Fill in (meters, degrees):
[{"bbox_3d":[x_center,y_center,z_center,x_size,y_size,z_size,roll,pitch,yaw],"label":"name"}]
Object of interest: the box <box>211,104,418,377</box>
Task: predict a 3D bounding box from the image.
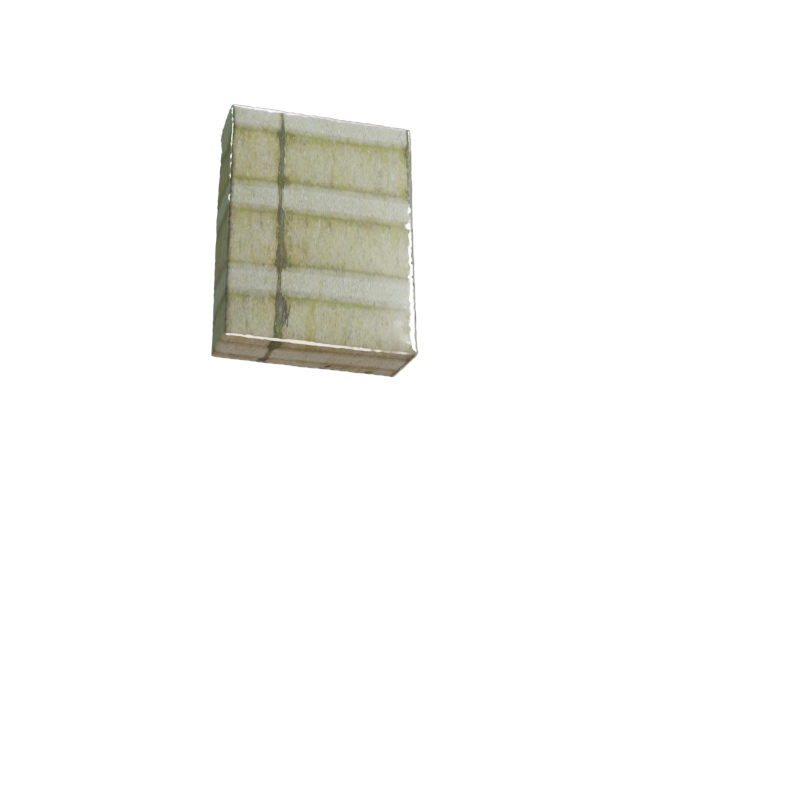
[{"bbox_3d":[-0.074,-0.135,0.948,0.160,0.226,0.069,5,-25,-15],"label":"box"}]
